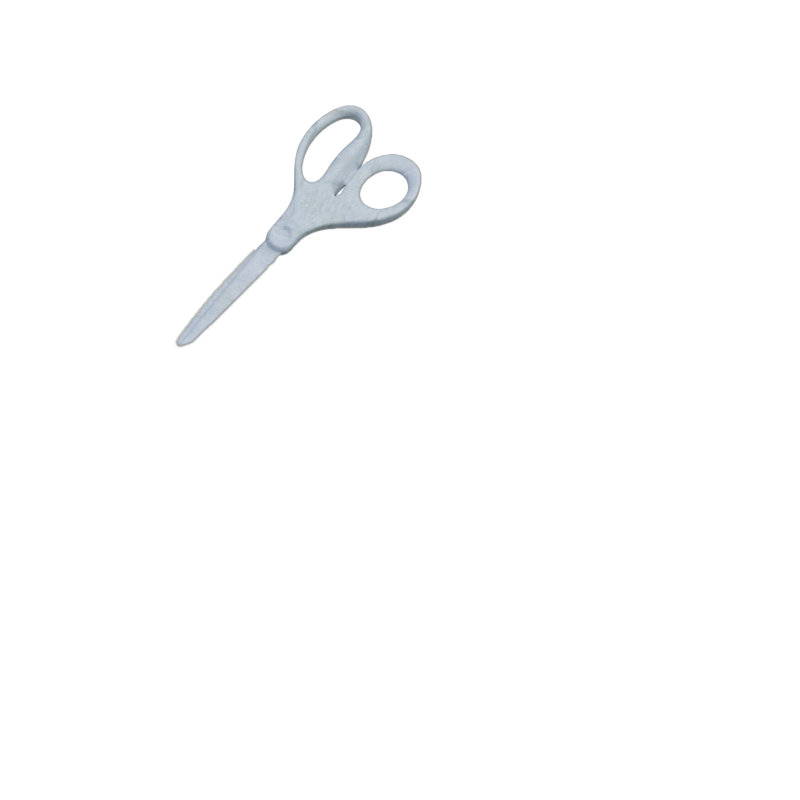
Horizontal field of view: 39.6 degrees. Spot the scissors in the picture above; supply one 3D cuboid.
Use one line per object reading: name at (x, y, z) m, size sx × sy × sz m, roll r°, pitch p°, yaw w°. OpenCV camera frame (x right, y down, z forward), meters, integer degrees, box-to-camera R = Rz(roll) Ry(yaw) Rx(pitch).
scissors at (-0.057, -0.103, 0.724) m, size 0.098 × 0.208 × 0.015 m, roll 23°, pitch -19°, yaw 8°
